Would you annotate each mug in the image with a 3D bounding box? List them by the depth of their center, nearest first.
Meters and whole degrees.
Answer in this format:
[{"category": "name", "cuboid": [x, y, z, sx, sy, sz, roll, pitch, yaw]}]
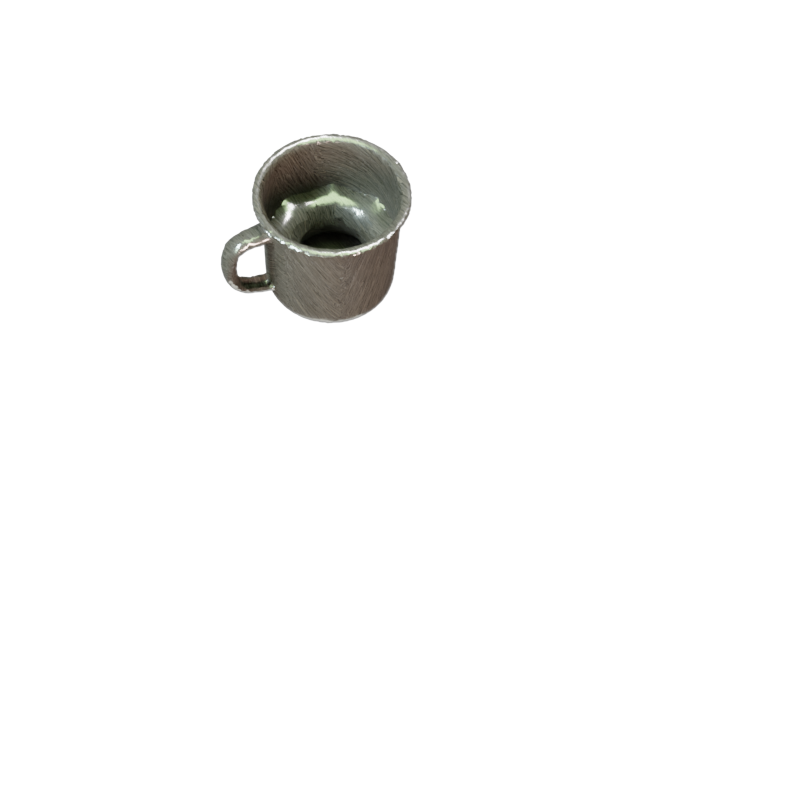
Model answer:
[{"category": "mug", "cuboid": [-0.053, -0.096, 0.671, 0.116, 0.100, 0.076, -24, -30, -16]}]
